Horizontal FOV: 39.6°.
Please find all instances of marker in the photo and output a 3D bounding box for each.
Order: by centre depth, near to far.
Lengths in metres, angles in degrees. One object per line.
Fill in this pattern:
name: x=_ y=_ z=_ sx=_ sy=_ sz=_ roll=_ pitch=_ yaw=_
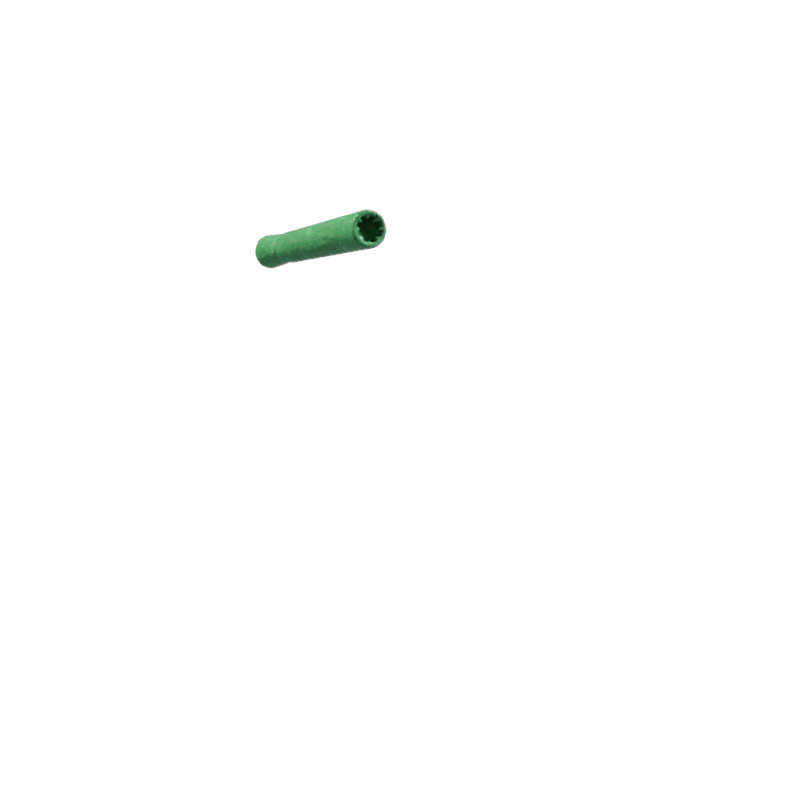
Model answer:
marker: x=-0.045 y=-0.082 z=0.574 sx=0.019 sy=0.020 sz=0.124 roll=-2 pitch=2 yaw=-29
